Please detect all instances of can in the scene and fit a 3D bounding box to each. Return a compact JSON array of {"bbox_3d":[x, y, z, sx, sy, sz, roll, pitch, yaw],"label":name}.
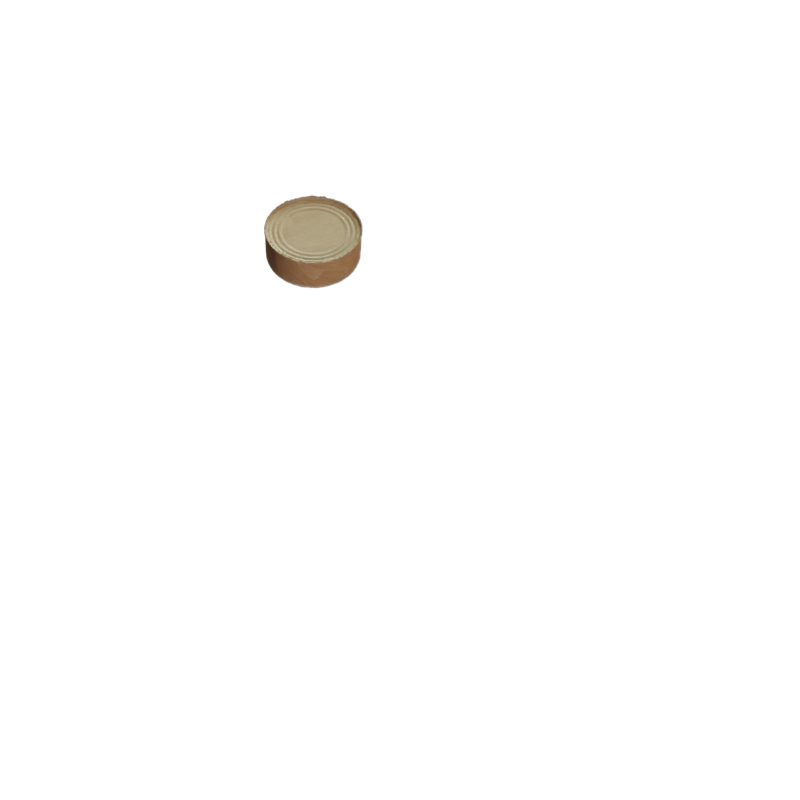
[{"bbox_3d":[-0.076,-0.139,0.972,0.086,0.092,0.031,-1,-42,-1],"label":"can"}]
